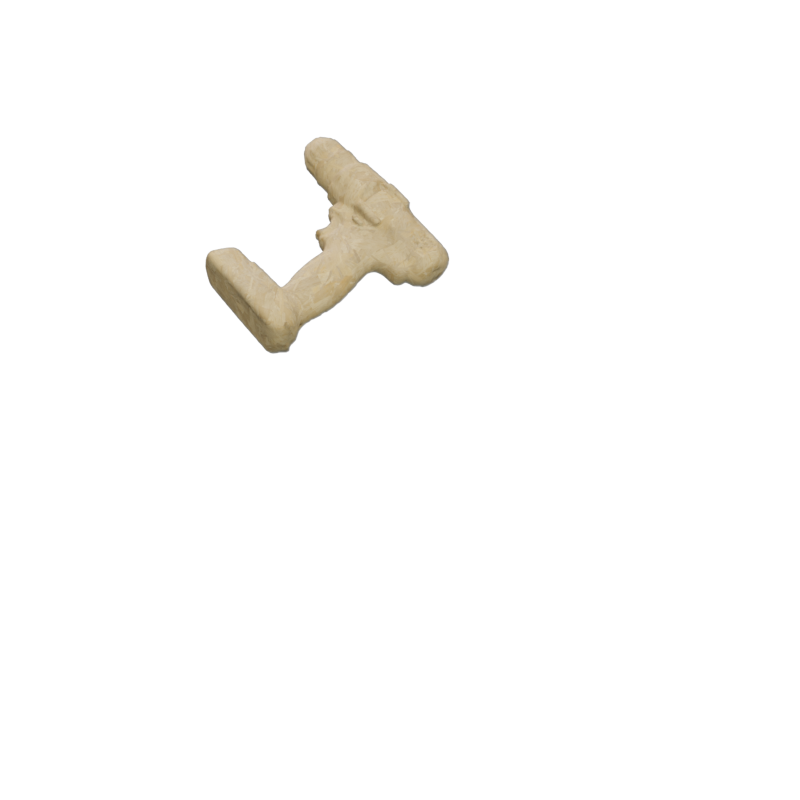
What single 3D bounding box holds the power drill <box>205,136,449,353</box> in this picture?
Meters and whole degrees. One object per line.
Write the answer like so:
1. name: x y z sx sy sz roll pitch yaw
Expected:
1. power drill: -0.078 -0.142 0.994 0.188 0.196 0.054 -34 -27 -20
